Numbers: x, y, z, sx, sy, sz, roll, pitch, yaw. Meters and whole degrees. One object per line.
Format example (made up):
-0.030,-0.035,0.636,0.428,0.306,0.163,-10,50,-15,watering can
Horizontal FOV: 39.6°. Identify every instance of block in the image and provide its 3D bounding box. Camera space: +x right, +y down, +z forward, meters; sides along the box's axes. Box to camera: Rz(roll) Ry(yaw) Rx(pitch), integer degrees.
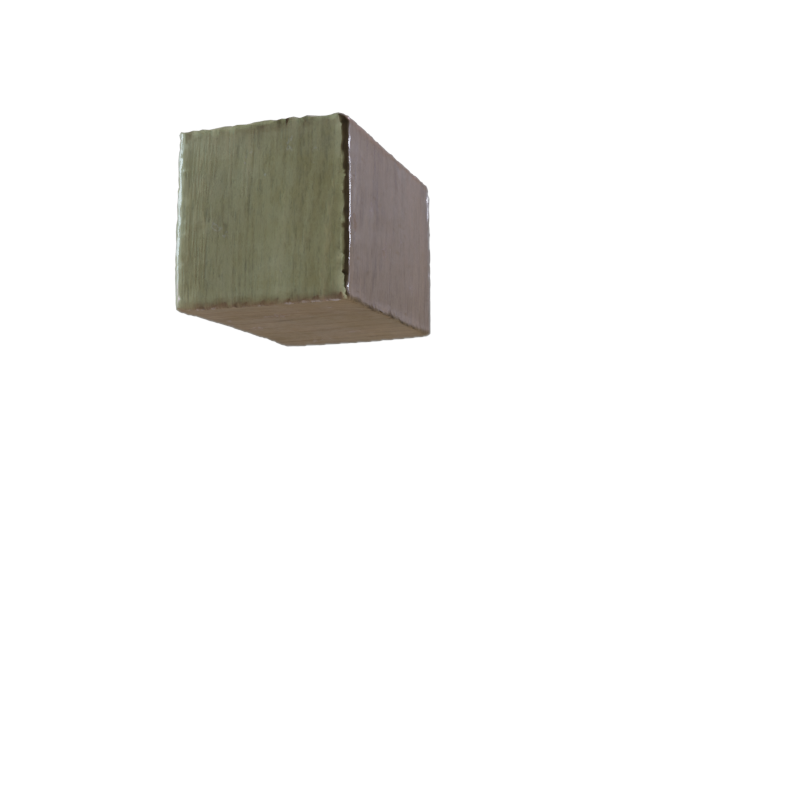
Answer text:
-0.026,-0.047,0.331,0.054,0.053,0.074,-4,-9,18,block
